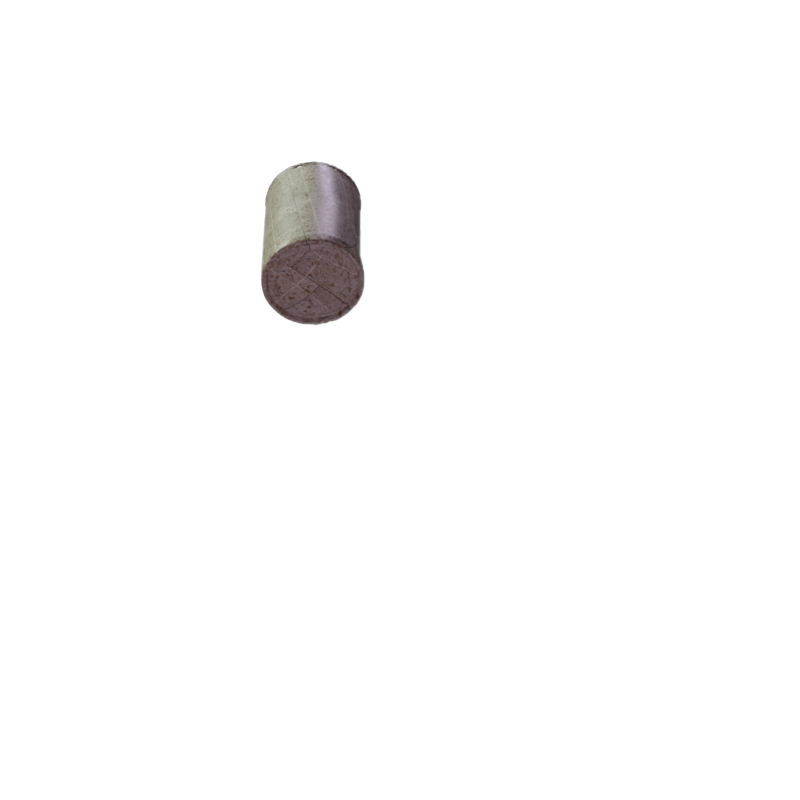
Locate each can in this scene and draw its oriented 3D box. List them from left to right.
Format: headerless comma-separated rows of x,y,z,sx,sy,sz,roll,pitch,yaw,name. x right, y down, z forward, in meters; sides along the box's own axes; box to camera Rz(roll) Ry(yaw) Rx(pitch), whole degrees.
-0.058,-0.106,0.740,0.068,0.064,0.109,-1,37,-3,can
